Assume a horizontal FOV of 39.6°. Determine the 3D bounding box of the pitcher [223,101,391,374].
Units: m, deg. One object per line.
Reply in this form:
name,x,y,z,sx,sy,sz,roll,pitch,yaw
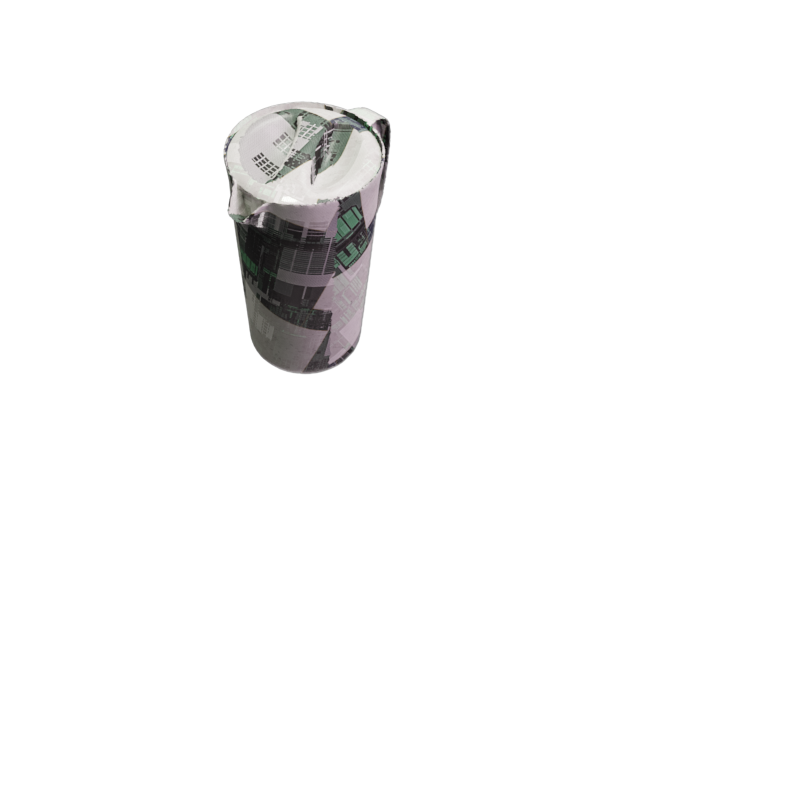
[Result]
pitcher,-0.078,-0.143,0.999,0.148,0.156,0.226,-3,-40,-6
